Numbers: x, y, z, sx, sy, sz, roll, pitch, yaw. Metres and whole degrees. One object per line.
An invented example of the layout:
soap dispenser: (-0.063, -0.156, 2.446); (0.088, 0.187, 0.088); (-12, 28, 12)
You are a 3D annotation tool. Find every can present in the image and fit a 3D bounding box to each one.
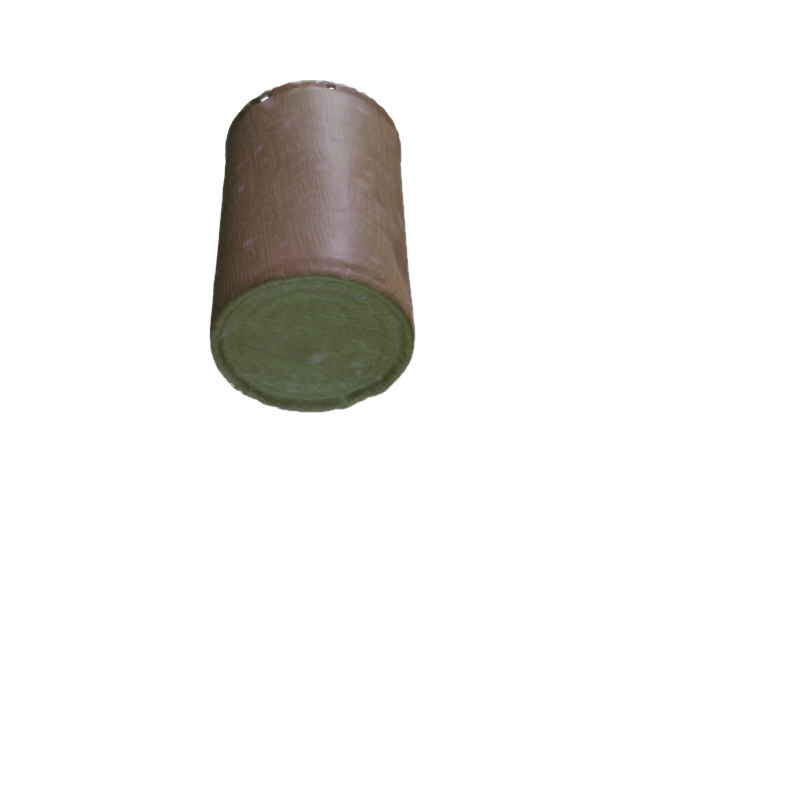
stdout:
can: (-0.030, -0.056, 0.389); (0.068, 0.110, 0.064); (-1, -44, -3)
